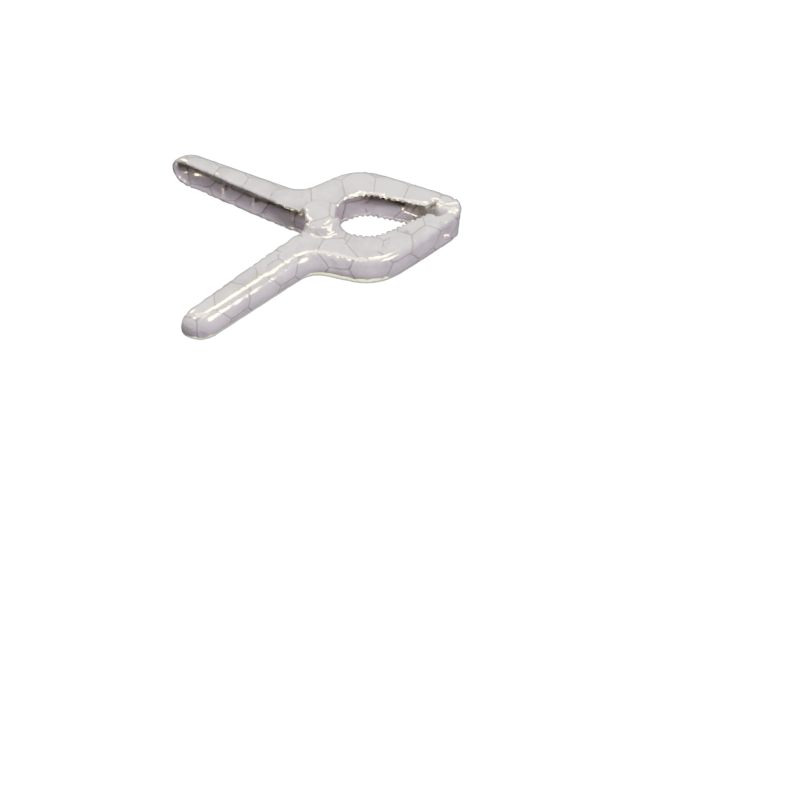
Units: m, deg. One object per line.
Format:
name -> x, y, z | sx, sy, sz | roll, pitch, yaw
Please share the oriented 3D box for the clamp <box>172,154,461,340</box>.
clamp -> -0.061, -0.111, 0.780 | 0.210, 0.176, 0.034 | -1, -38, -1
